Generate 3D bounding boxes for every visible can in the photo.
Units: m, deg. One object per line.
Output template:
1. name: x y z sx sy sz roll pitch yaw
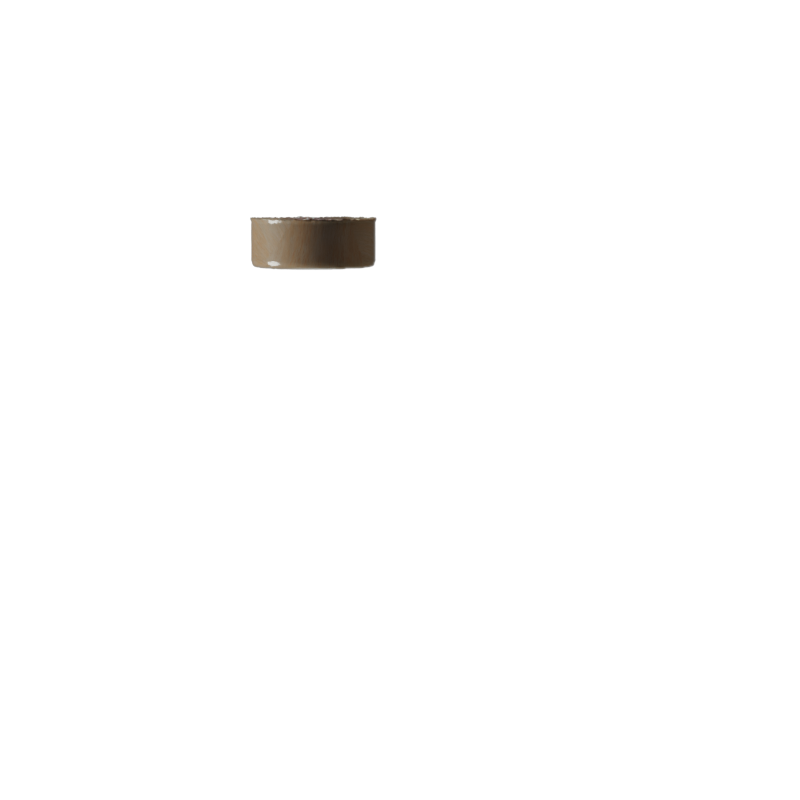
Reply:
1. can: -0.059 -0.107 0.752 0.086 0.033 0.087 0 9 -2
